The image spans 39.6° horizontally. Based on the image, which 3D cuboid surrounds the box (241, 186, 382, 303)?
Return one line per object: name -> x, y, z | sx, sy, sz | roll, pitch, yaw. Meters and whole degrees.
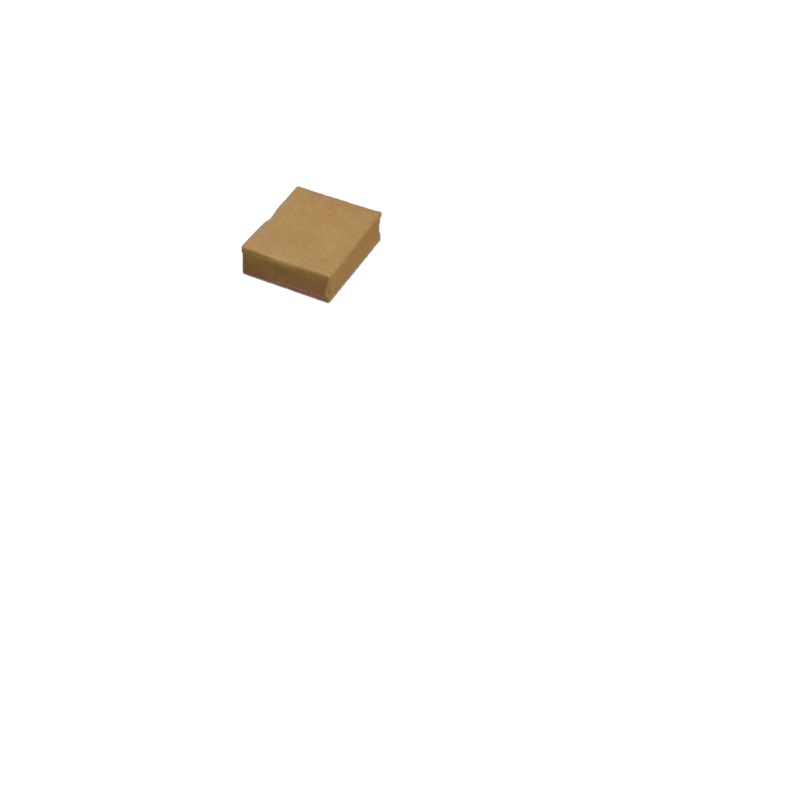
box -> -0.064, -0.118, 0.822 | 0.076, 0.028, 0.092 | 19, 46, 19
